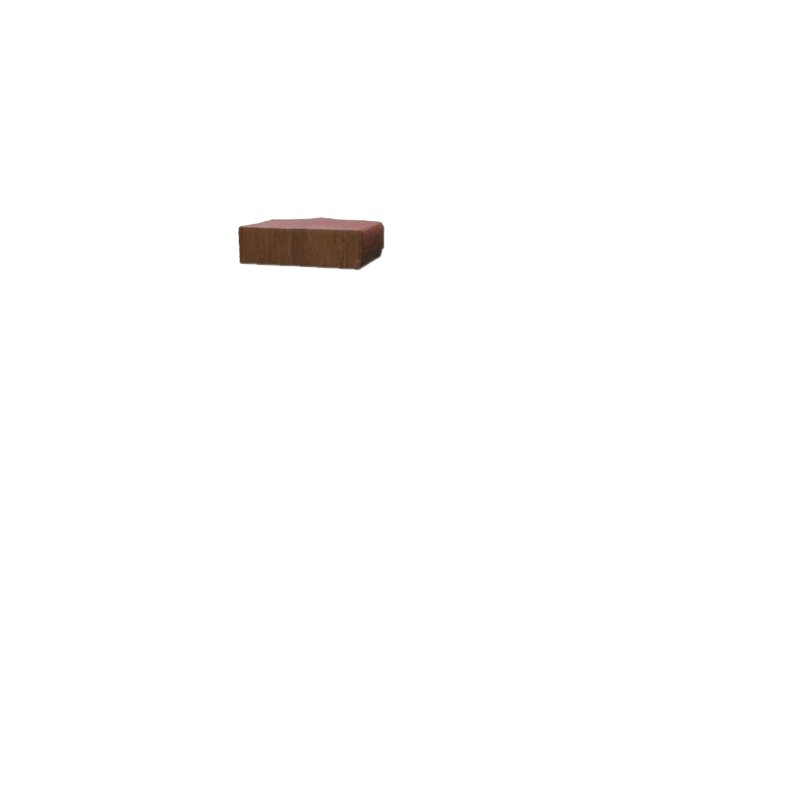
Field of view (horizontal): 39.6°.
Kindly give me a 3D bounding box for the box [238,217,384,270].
[{"bbox_3d":[-0.062,-0.113,0.788,0.091,0.030,0.073,3,13,14],"label":"box"}]
